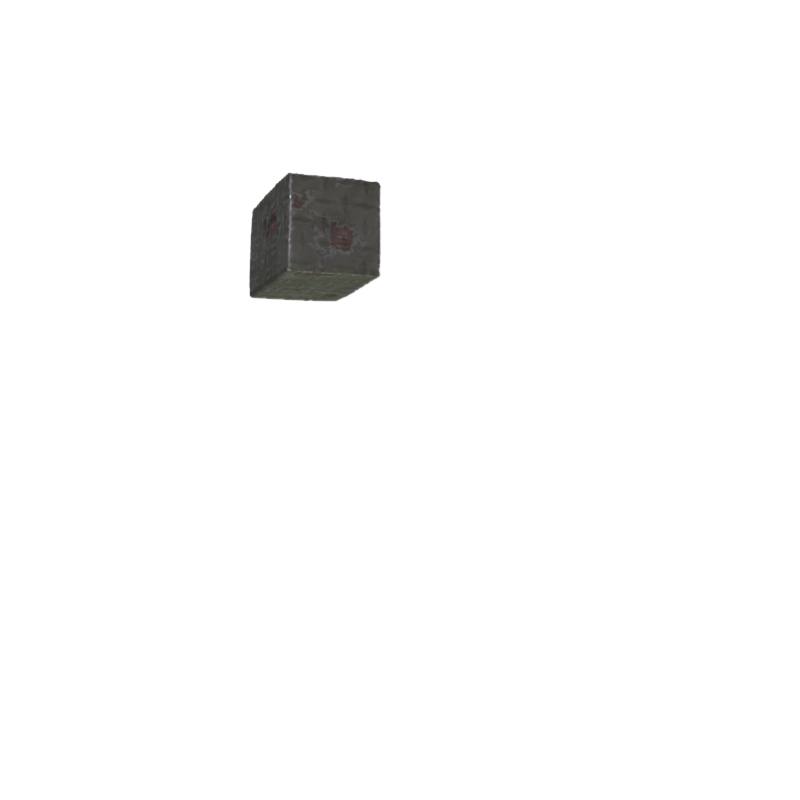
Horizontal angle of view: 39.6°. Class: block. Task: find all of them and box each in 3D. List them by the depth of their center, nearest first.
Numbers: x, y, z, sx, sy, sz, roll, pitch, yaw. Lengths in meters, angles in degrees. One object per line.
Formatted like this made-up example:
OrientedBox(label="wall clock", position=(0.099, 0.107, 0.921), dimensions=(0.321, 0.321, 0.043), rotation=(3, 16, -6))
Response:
OrientedBox(label="block", position=(-0.047, -0.086, 0.599), dimensions=(0.051, 0.053, 0.078), rotation=(3, -9, -20))
